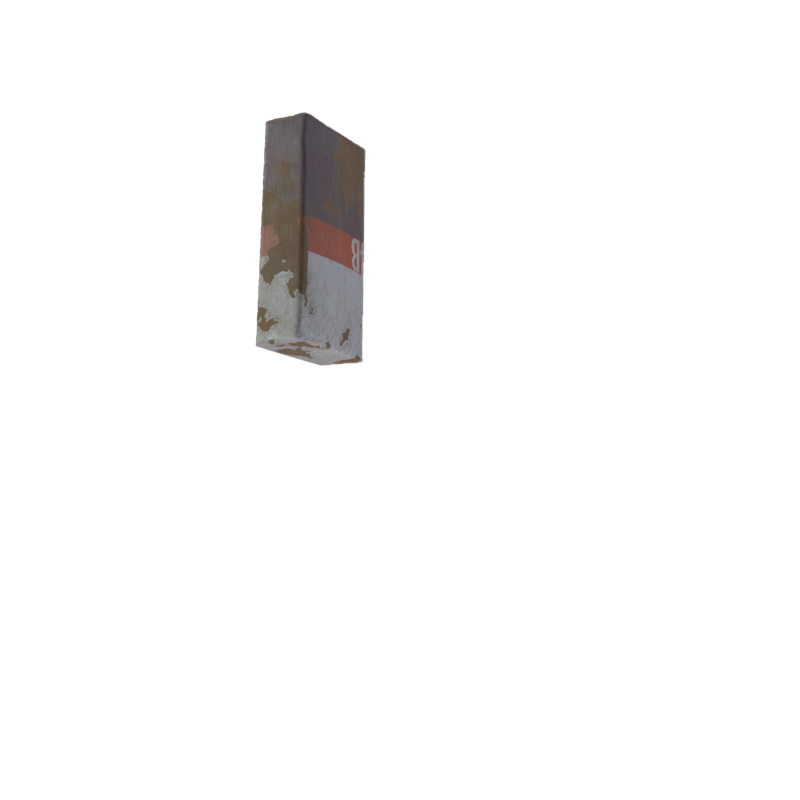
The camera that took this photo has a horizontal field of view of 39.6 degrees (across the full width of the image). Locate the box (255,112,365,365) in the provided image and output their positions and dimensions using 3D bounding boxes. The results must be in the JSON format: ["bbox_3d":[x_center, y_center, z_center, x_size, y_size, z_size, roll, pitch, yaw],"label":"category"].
[{"bbox_3d":[-0.067,-0.121,0.850,0.049,0.183,0.088,-11,-19,29],"label":"box"}]
